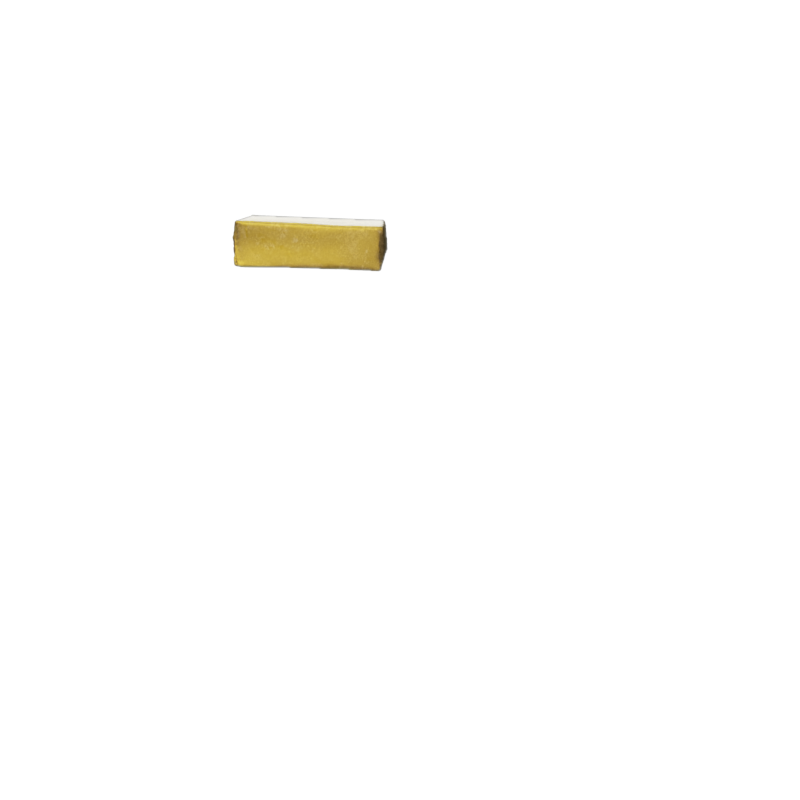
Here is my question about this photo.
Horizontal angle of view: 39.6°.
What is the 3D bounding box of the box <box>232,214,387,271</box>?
[{"bbox_3d":[-0.067,-0.122,0.857,0.114,0.038,0.091,1,10,3],"label":"box"}]
